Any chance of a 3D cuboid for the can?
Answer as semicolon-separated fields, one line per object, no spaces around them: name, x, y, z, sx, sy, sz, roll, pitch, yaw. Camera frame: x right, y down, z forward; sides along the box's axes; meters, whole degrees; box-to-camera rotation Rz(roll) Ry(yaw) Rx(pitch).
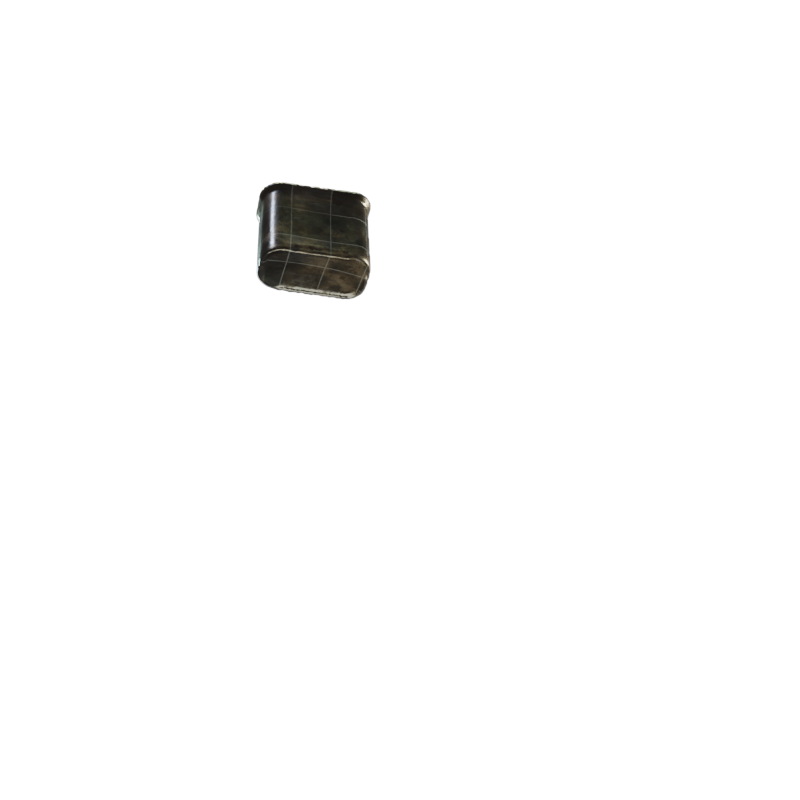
can;-0.077;-0.140;0.980;0.100;0.090;0.054;6;-43;-9
